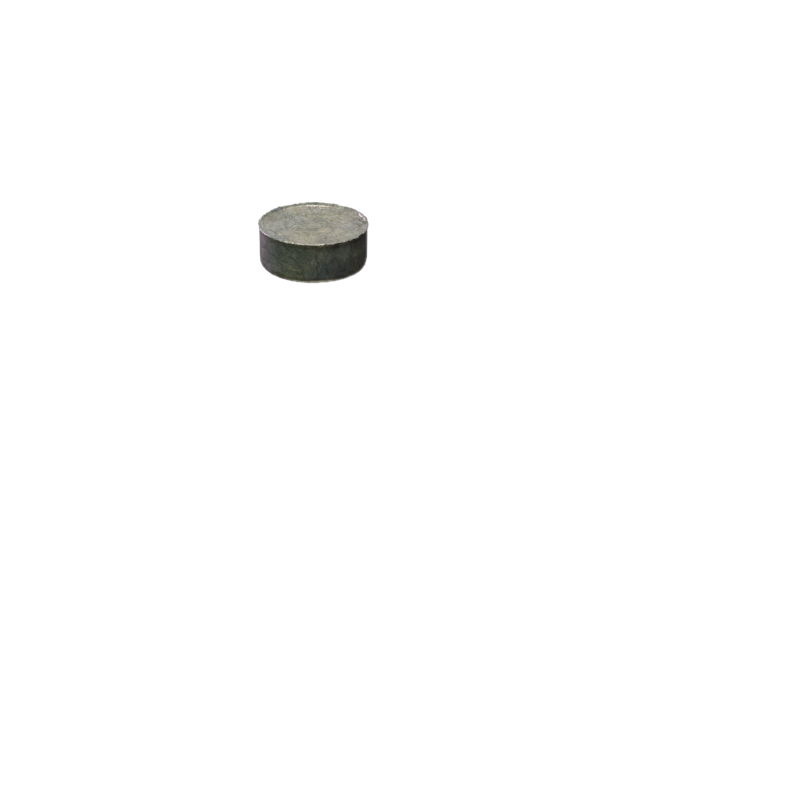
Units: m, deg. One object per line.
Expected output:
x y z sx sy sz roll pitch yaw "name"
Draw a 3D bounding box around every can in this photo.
-0.068 -0.124 0.866 0.086 0.032 0.091 -1 30 -2 "can"
